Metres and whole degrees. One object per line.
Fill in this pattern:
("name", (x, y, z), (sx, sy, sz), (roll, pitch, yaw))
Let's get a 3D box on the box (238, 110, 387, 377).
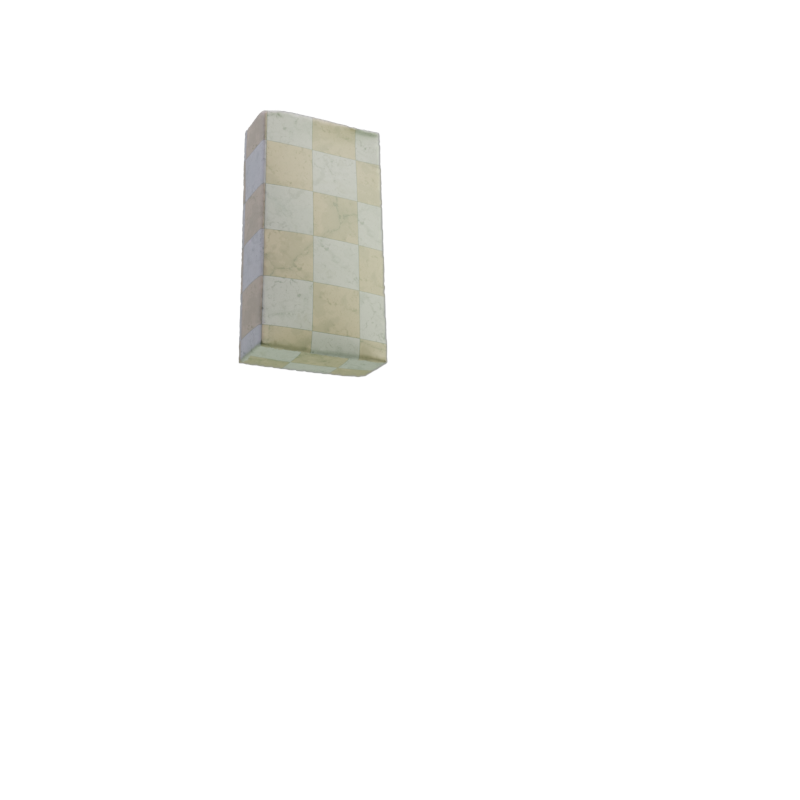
("box", (-0.059, -0.108, 0.755), (0.090, 0.185, 0.047), (8, -24, -23))
